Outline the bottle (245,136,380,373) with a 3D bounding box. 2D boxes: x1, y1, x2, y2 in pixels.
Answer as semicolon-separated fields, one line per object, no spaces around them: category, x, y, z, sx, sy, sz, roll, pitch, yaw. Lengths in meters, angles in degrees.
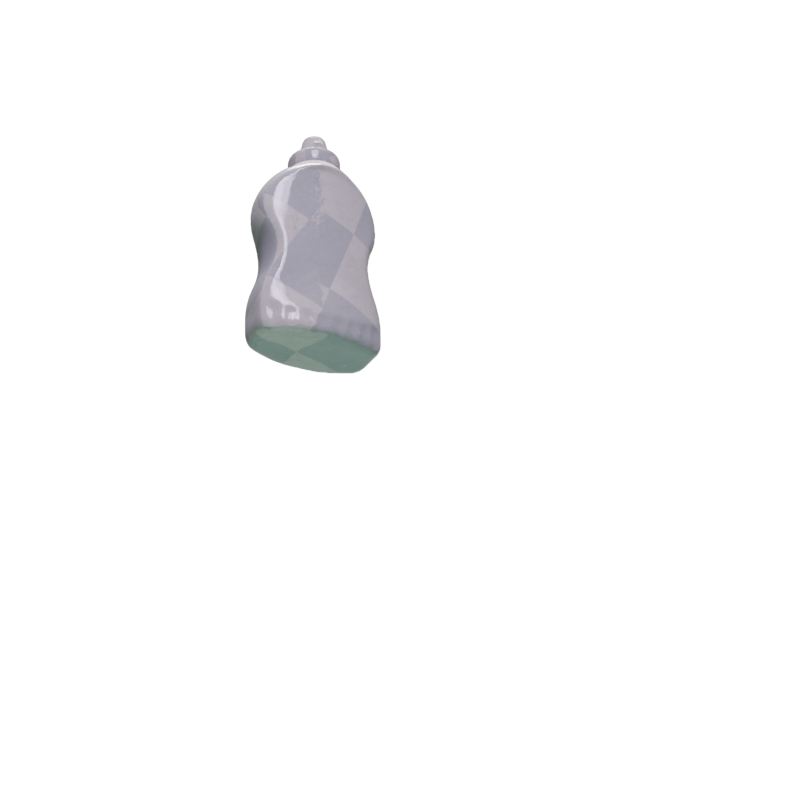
bottle;-0.065;-0.119;0.829;0.093;0.205;0.057;12;-35;-22
